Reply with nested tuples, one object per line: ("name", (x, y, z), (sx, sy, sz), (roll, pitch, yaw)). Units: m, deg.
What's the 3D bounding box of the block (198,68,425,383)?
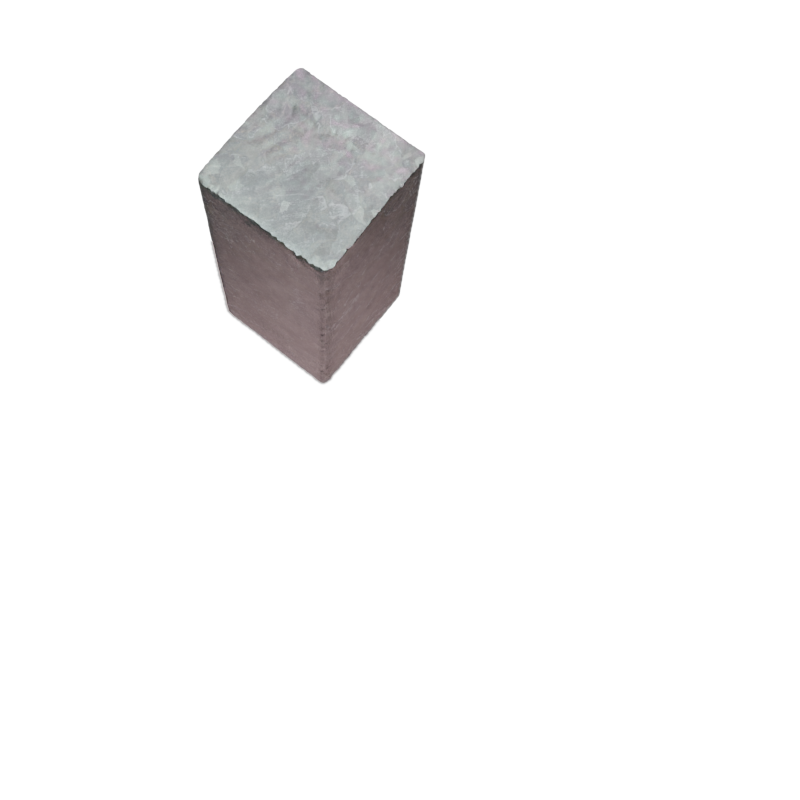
("block", (-0.054, -0.096, 0.676), (0.093, 0.092, 0.197), (37, -16, 8))
